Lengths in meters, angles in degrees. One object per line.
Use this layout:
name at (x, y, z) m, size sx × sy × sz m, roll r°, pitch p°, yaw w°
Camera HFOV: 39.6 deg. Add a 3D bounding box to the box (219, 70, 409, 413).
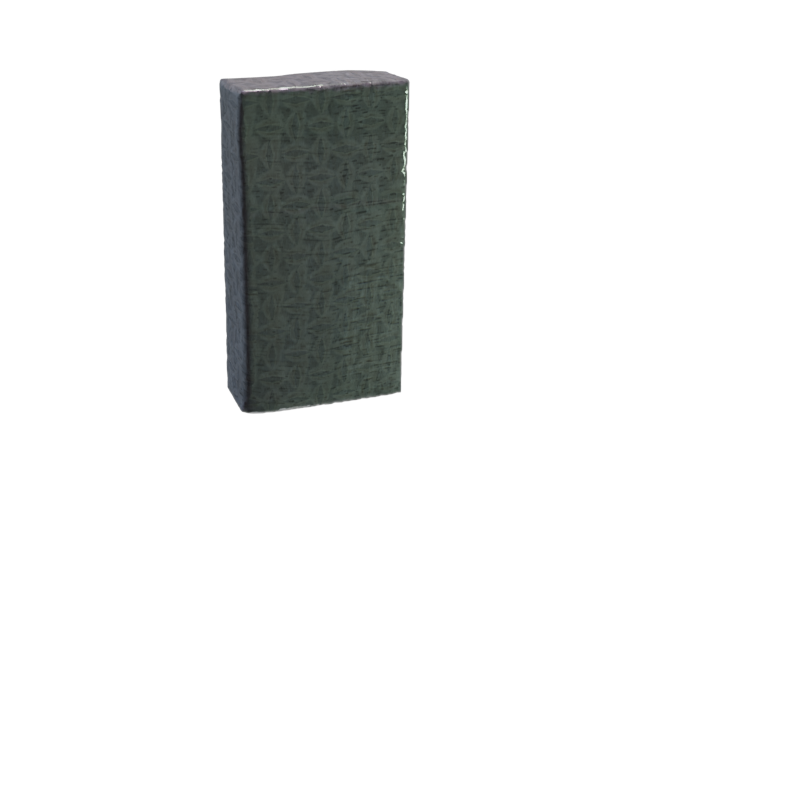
box at (-0.046, -0.084, 0.590) m, size 0.091 × 0.169 × 0.051 m, roll -6°, pitch 19°, yaw -21°
